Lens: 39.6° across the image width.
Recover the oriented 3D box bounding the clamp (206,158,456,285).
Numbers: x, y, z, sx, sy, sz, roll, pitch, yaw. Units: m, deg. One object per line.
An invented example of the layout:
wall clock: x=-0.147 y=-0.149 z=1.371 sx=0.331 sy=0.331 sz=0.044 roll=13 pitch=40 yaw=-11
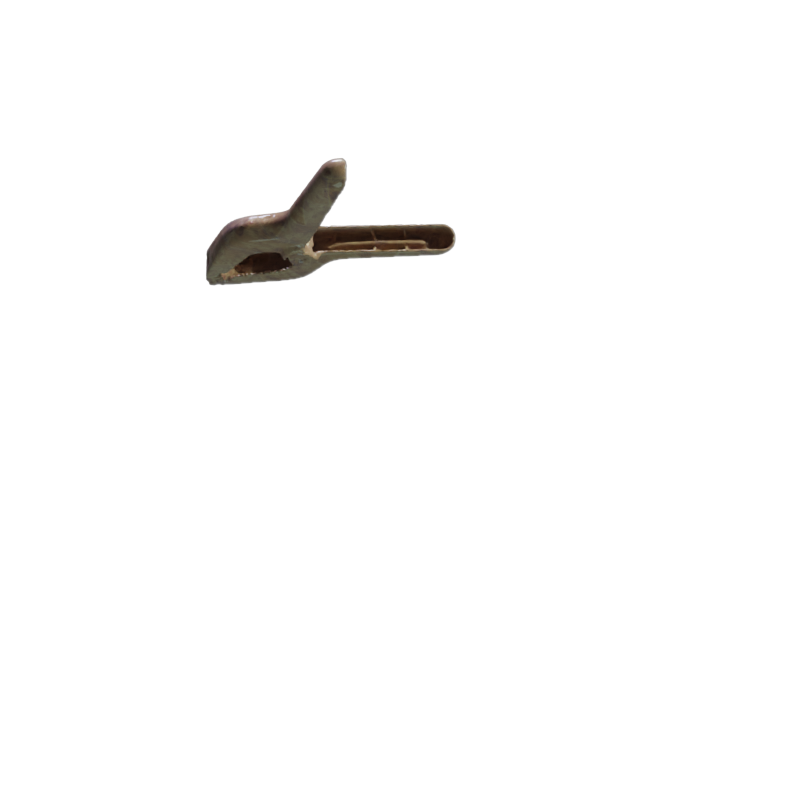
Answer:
clamp: x=-0.071 y=-0.130 z=0.910 sx=0.213 sy=0.038 sz=0.154 roll=-16 pitch=-24 yaw=39
